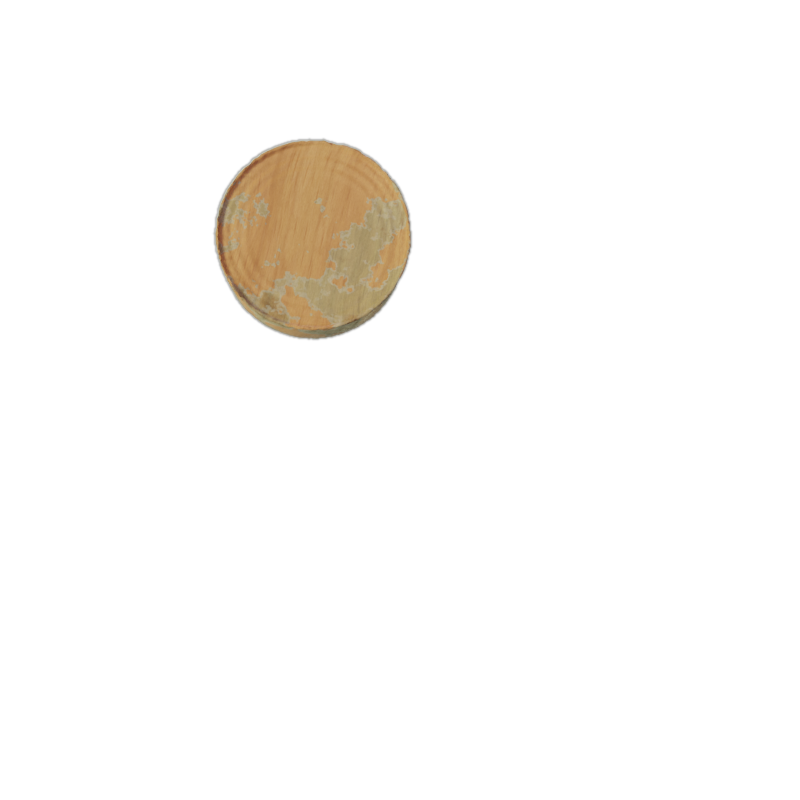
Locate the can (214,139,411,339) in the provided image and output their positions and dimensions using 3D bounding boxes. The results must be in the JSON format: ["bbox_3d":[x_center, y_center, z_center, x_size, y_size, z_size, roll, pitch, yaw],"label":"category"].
[{"bbox_3d":[-0.039,-0.071,0.499,0.086,0.089,0.032,0,-13,-1],"label":"can"}]
